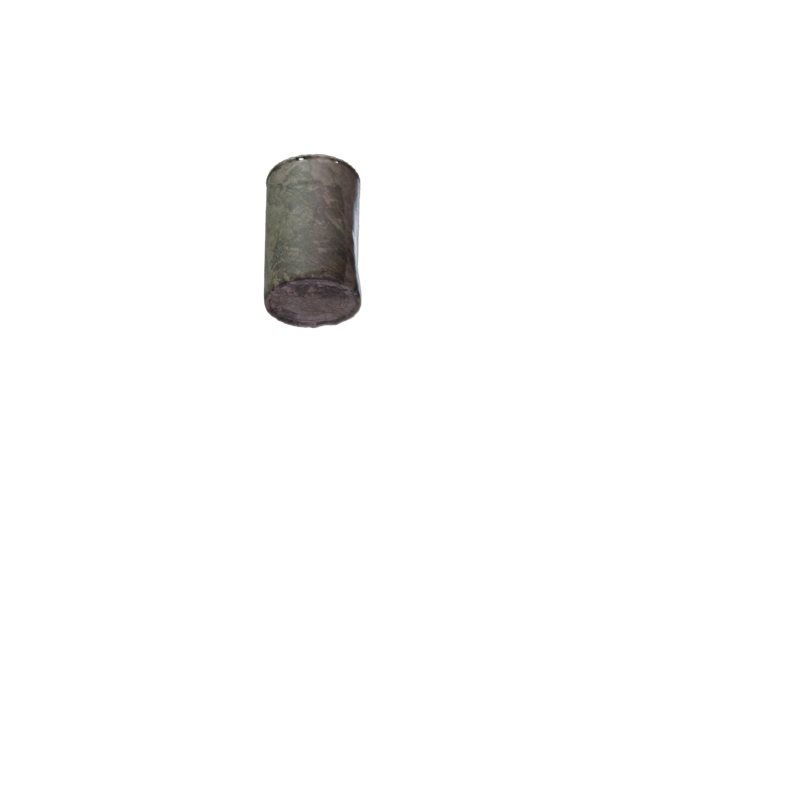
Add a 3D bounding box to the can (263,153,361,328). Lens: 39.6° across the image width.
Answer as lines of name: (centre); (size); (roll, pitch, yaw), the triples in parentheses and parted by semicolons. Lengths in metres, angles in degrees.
can: (-0.060, -0.109, 0.767); (0.068, 0.109, 0.064); (0, -30, -2)
